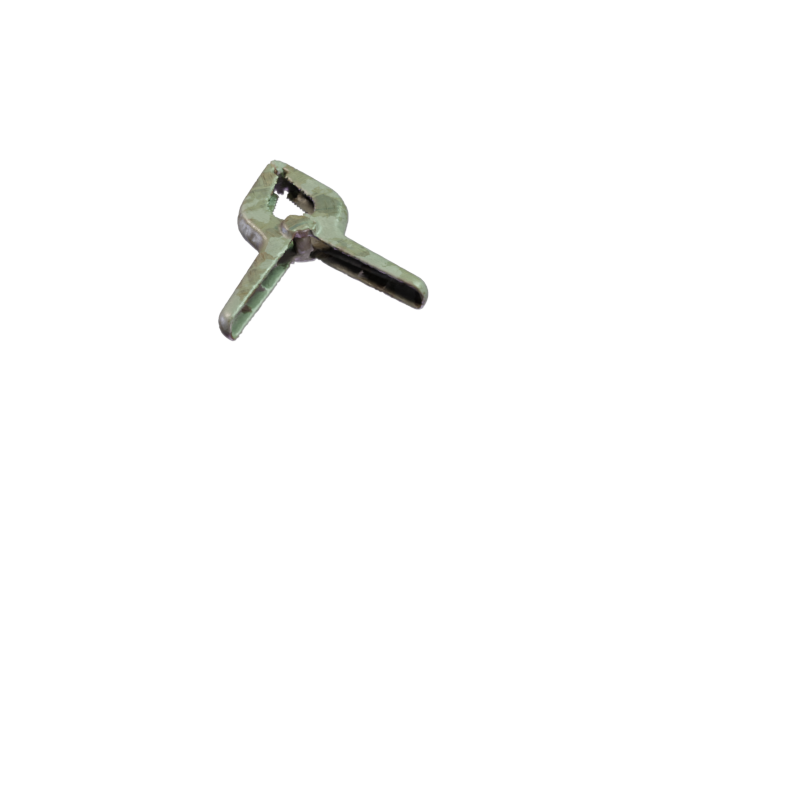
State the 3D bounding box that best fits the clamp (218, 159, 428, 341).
[{"bbox_3d":[-0.072,-0.132,0.921,0.163,0.034,0.227,-5,43,-6],"label":"clamp"}]
